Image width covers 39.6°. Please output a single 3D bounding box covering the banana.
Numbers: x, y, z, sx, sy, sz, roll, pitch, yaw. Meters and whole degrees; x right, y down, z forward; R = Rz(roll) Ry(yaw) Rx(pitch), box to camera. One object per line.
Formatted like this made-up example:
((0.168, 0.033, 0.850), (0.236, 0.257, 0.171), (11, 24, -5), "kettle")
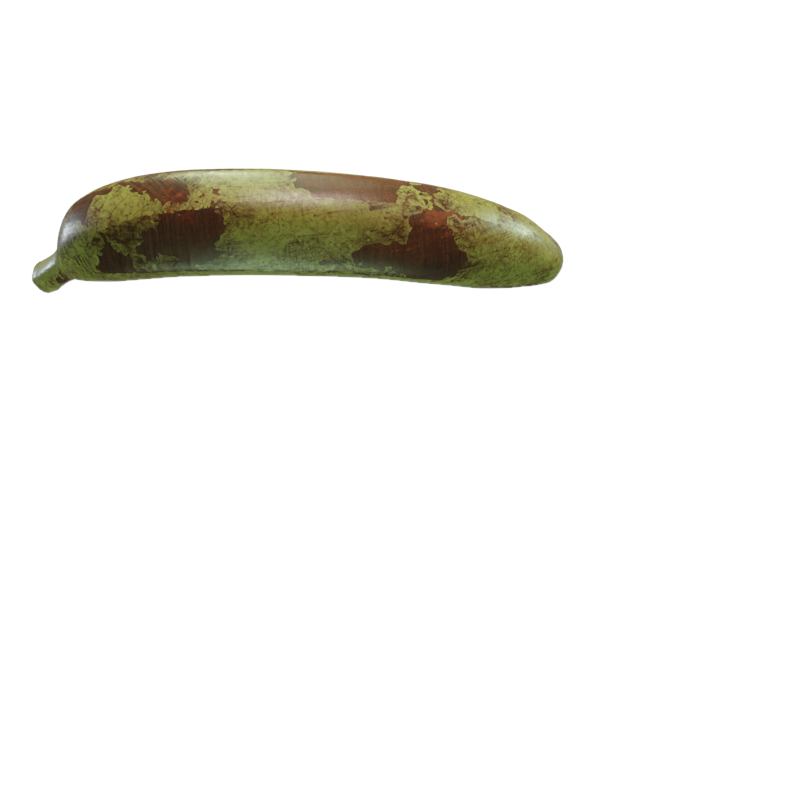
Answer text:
((-0.033, -0.059, 0.388), (0.196, 0.037, 0.069), (0, -3, -5), "banana")
